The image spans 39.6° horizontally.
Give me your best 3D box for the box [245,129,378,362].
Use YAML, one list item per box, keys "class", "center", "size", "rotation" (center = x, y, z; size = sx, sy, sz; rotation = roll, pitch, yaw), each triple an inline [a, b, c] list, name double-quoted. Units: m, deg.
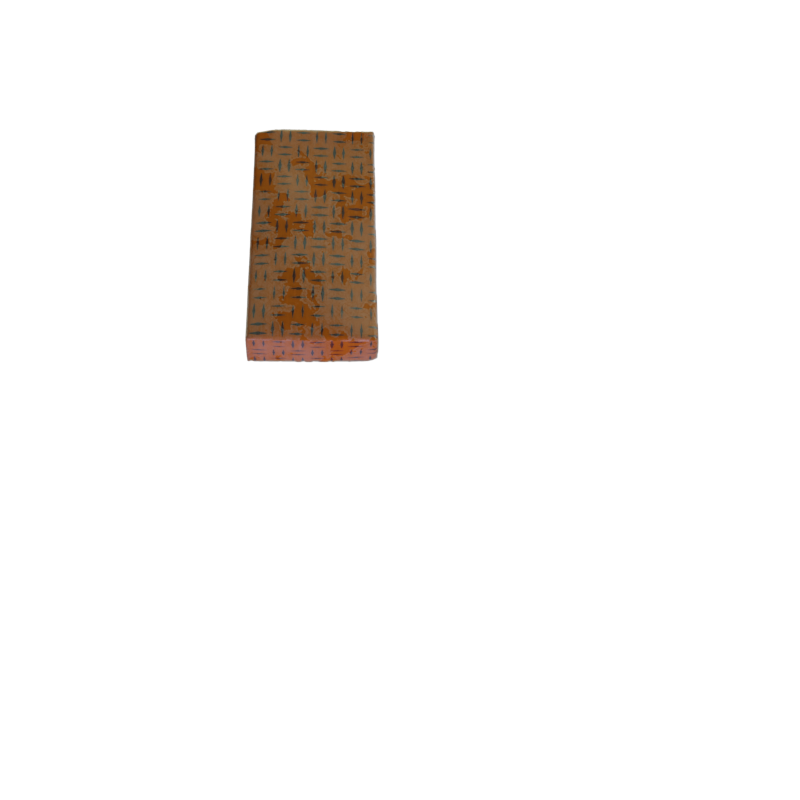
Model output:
- class: "box"
  center: [-0.063, -0.116, 0.808]
  size: [0.093, 0.187, 0.045]
  rotation: [-1, -26, -2]
